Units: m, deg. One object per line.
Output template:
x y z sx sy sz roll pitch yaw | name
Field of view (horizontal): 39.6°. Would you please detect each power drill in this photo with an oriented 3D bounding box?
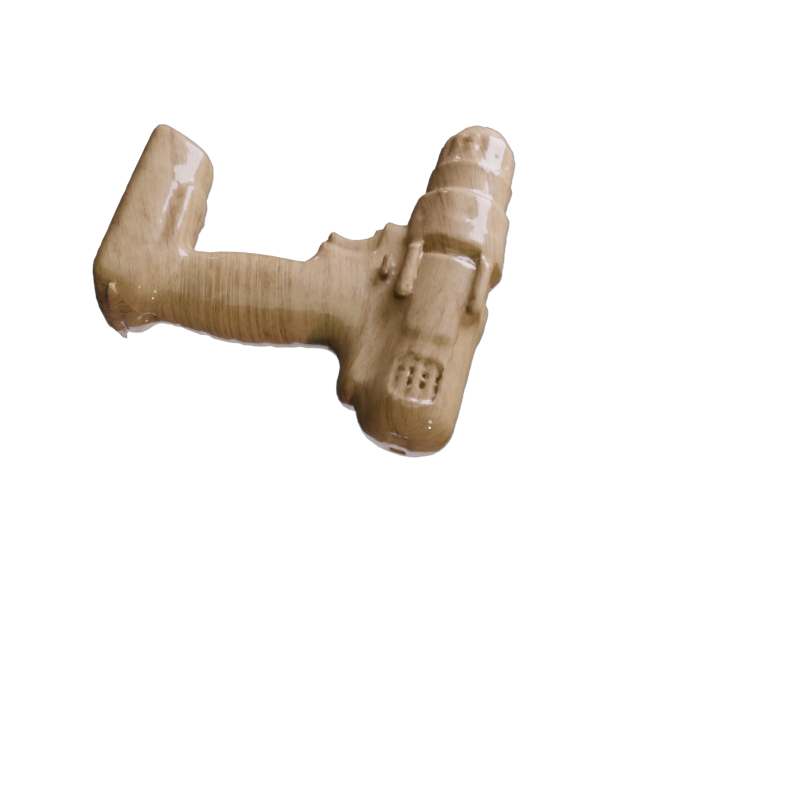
-0.043 -0.079 0.551 0.191 0.194 0.054 13 -31 8 | power drill
